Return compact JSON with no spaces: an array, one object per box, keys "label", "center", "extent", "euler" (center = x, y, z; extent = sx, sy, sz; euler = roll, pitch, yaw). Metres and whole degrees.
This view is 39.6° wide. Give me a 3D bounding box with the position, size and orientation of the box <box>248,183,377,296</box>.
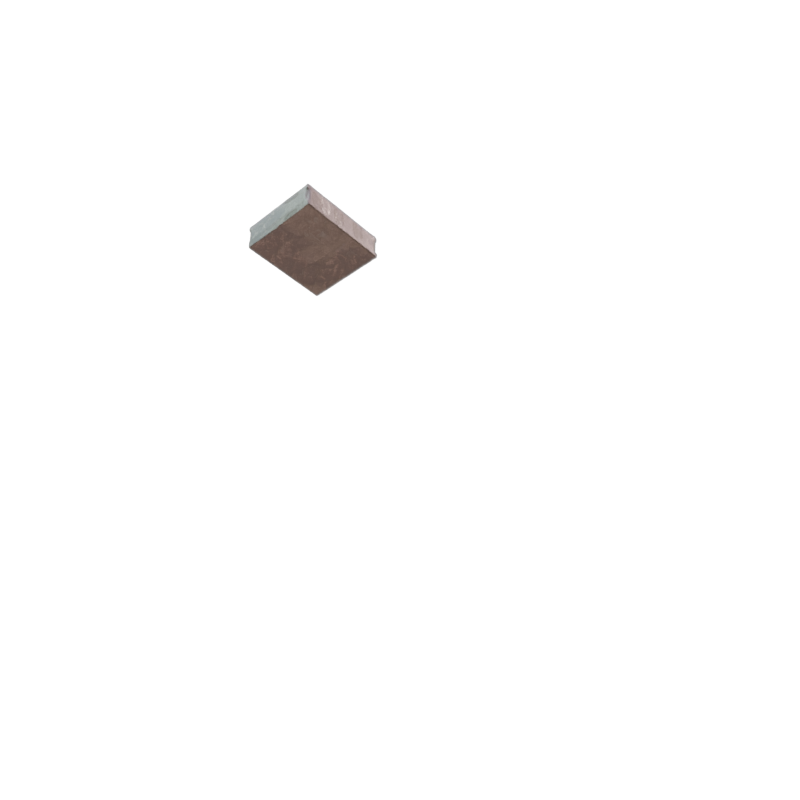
[{"label":"box","center":[-0.076,-0.138,0.968],"extent":[0.073,0.032,0.084],"euler":[-33,-52,30]}]
